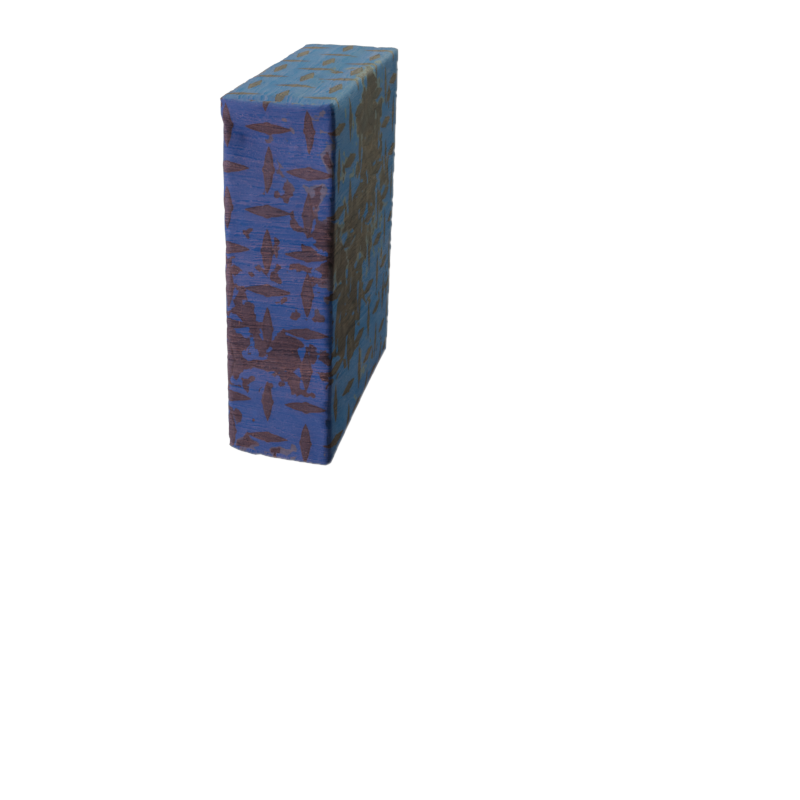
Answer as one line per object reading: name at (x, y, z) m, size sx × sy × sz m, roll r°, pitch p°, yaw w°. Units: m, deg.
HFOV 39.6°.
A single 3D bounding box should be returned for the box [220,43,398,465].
box at (-0.053, -0.096, 0.674) m, size 0.073 × 0.204 × 0.169 m, roll 6°, pitch 24°, yaw 10°
